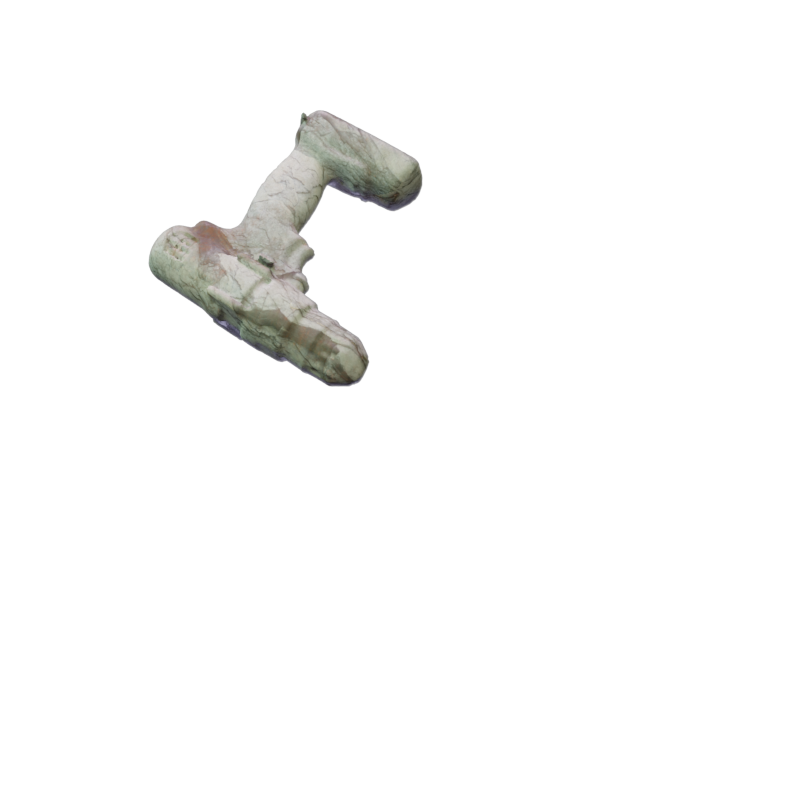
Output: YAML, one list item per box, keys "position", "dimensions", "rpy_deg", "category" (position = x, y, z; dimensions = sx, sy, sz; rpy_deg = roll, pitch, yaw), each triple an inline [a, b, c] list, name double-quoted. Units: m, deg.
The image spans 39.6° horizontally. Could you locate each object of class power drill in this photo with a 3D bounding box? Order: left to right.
- position: [-0.064, -0.117, 0.819]
  dimensions: [0.192, 0.192, 0.054]
  rpy_deg: [31, -26, 17]
  category: "power drill"
